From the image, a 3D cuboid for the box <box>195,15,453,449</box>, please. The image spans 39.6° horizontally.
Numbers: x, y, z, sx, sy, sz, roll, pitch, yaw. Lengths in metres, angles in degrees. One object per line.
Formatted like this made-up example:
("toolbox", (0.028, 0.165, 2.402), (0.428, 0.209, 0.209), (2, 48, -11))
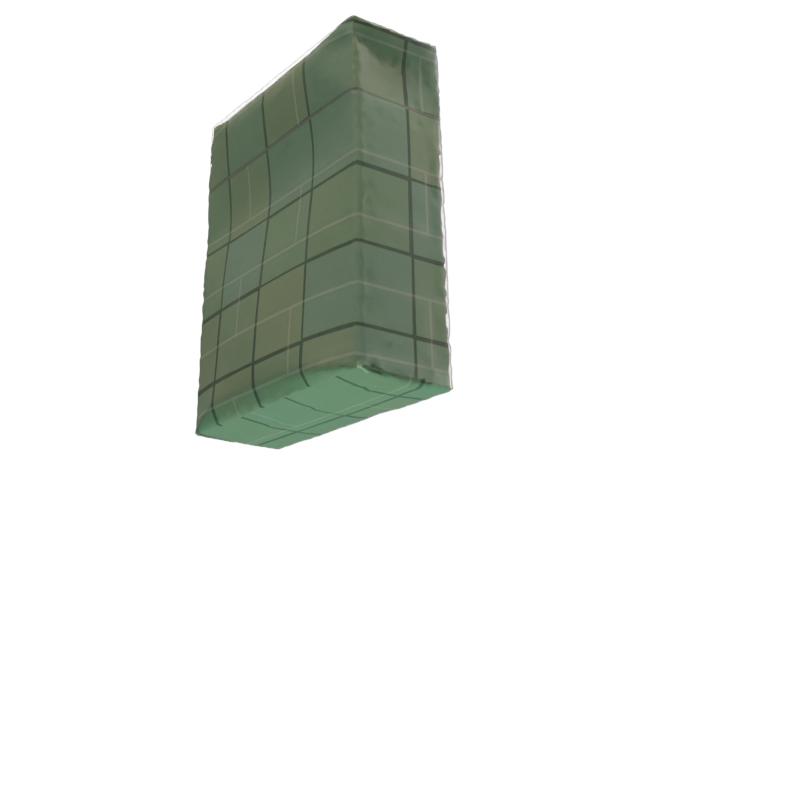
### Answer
("box", (-0.051, -0.094, 0.656), (0.068, 0.225, 0.165), (15, -26, -36))
